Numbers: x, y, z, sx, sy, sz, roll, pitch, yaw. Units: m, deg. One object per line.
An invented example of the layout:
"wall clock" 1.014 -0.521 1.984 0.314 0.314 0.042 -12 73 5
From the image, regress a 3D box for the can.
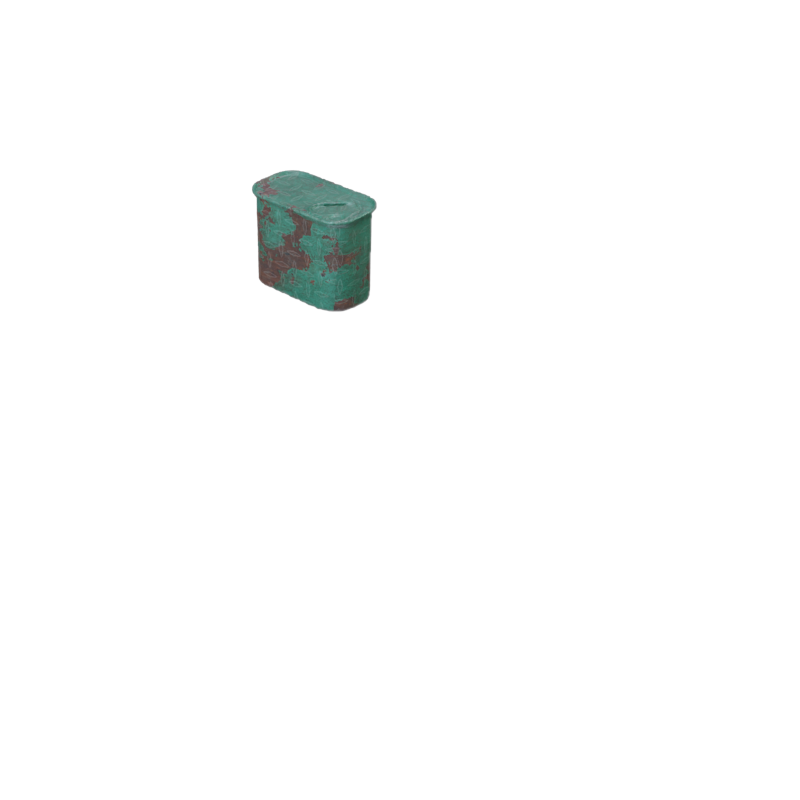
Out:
"can" -0.069 -0.127 0.888 0.108 0.079 0.057 26 38 34
